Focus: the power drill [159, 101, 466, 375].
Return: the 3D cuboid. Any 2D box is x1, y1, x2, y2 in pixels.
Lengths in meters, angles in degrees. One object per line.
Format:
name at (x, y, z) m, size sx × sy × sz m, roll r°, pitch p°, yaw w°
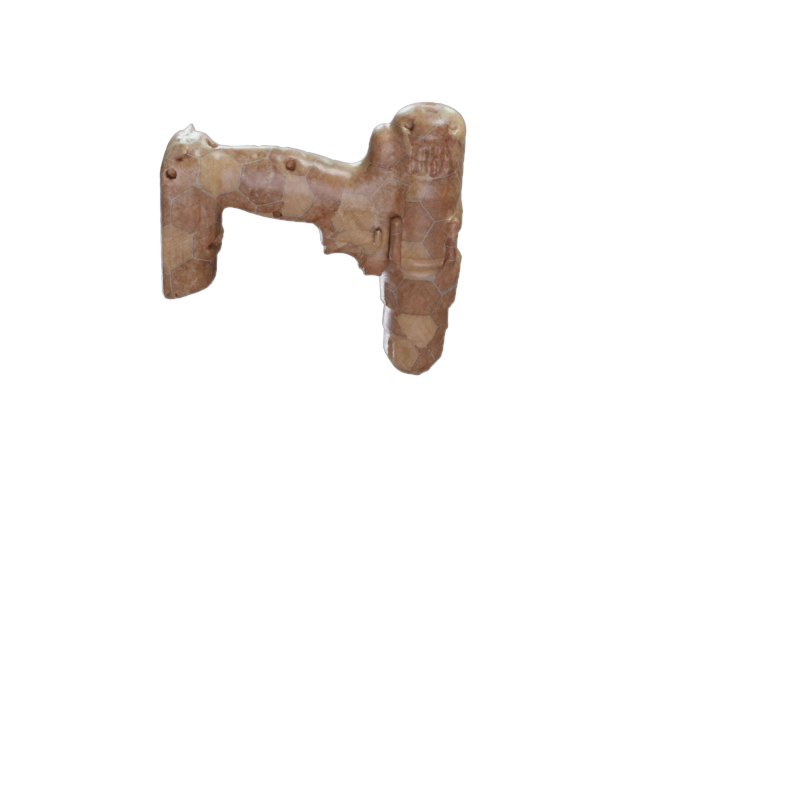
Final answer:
power drill at (-0.055, -0.100, 0.697) m, size 0.187 × 0.175 × 0.061 m, roll 2°, pitch 27°, yaw -1°
